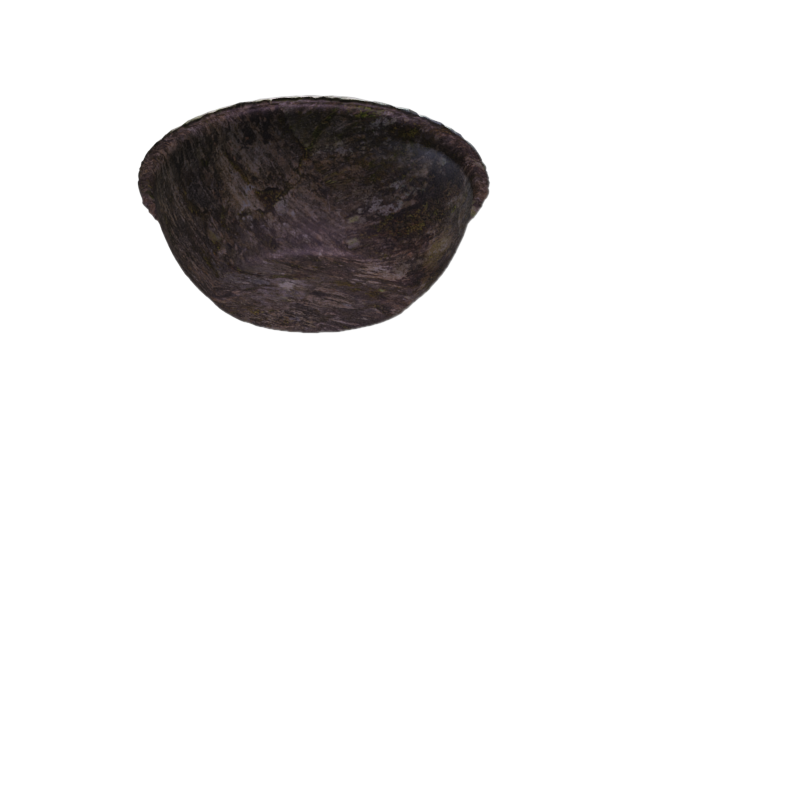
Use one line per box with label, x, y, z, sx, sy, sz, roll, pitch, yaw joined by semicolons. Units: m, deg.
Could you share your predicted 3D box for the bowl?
bowl;-0.039;-0.072;0.503;0.162;0.058;0.154;0;-20;-2
